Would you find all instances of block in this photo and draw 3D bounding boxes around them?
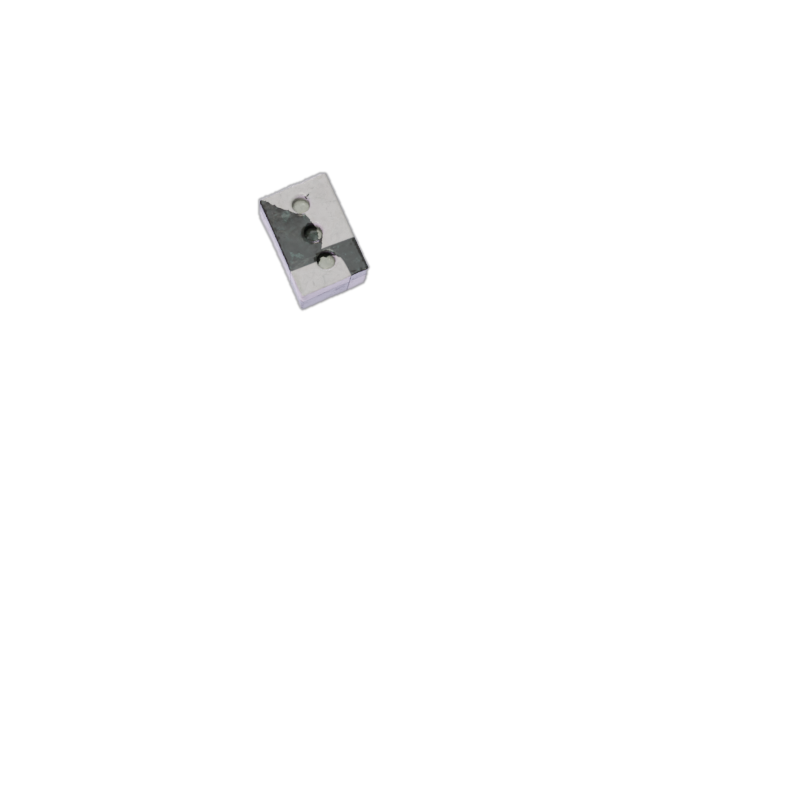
[{"bbox_3d":[-0.062,-0.112,0.786,0.053,0.081,0.050,-24,-11,-7],"label":"block"}]
